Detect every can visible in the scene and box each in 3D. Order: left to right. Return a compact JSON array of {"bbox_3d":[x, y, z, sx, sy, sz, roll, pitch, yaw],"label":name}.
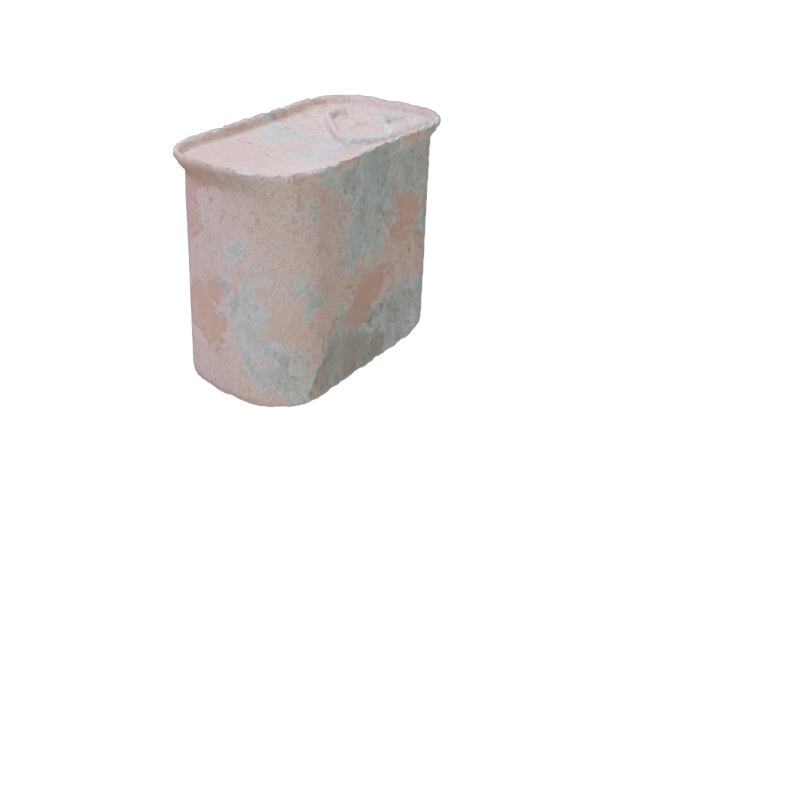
[{"bbox_3d":[-0.031,-0.057,0.397,0.060,0.079,0.102,17,30,30],"label":"can"}]
